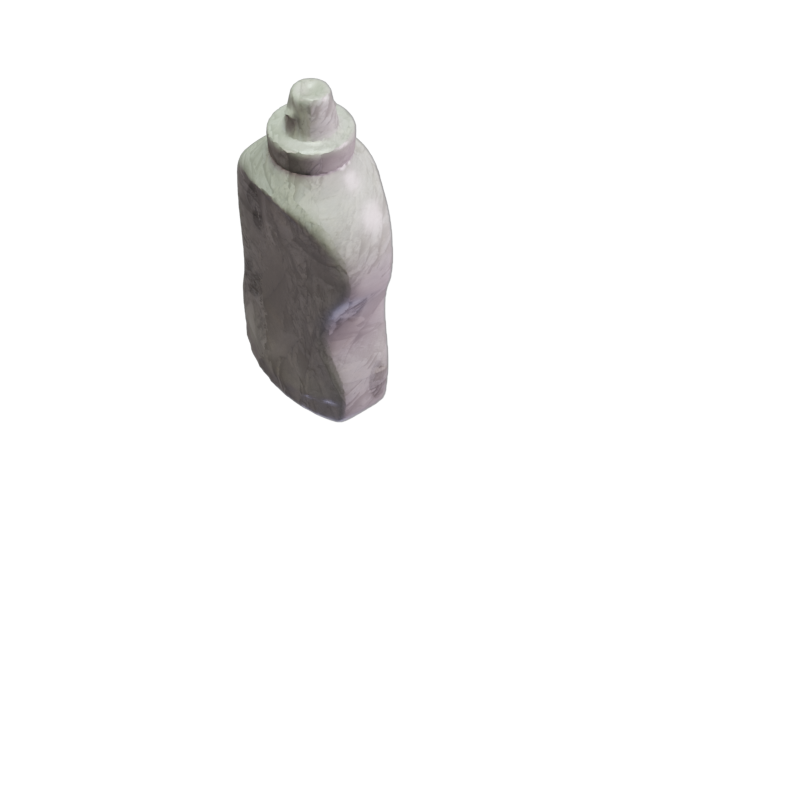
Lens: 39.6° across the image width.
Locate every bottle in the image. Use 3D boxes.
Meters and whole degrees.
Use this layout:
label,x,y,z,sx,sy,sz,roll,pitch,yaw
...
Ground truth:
label,x,y,z,sx,sy,sz,roll,pitch,yaw
bottle,-0.044,-0.079,0.554,0.058,0.179,0.103,-27,56,-24
